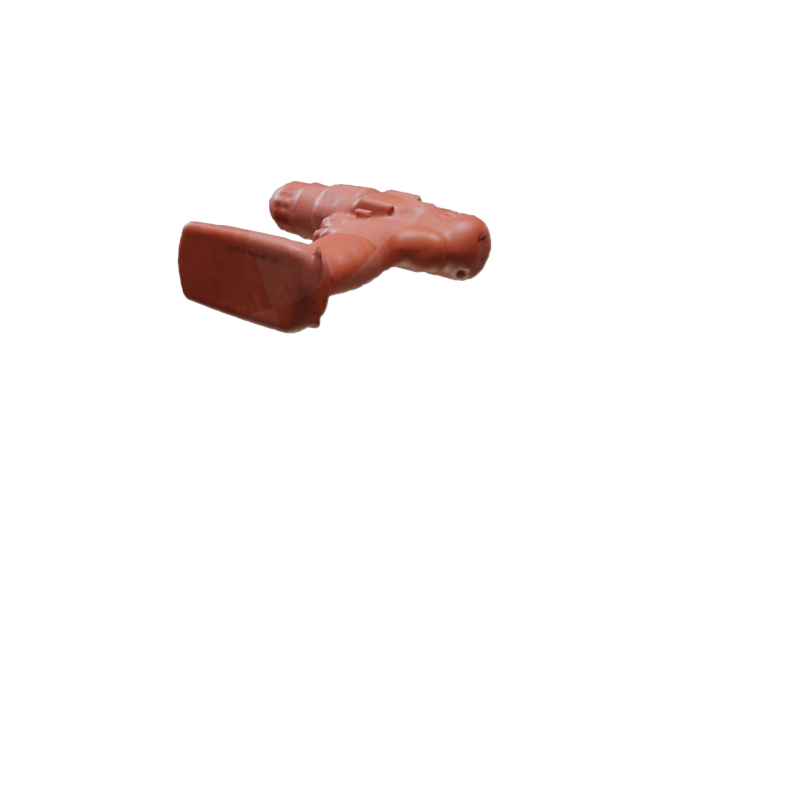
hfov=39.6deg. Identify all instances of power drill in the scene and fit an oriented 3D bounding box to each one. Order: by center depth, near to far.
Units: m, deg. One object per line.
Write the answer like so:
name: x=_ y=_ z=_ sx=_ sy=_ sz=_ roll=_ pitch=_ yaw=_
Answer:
power drill: x=-0.058 y=-0.107 z=0.747 sx=0.194 sy=0.055 sz=0.186 roll=16 pitch=27 yaw=33
